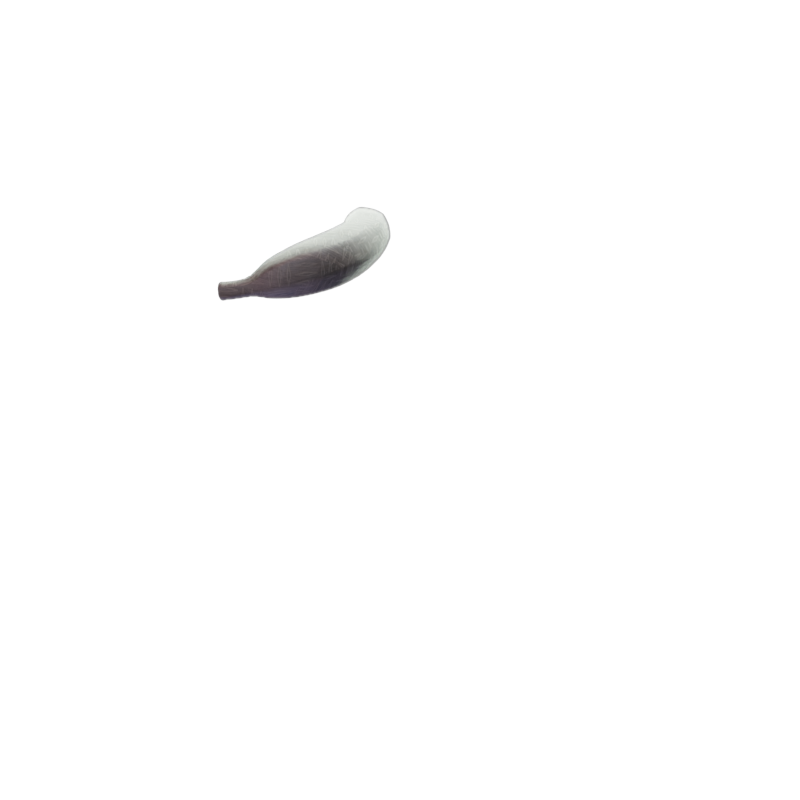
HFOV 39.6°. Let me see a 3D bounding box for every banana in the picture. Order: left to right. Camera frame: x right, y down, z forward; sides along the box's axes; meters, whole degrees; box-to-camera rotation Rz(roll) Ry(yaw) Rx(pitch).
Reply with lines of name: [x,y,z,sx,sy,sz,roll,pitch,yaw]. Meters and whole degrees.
banana: [-0.048,-0.109,0.785,0.072,0.035,0.198,11,25,25]
